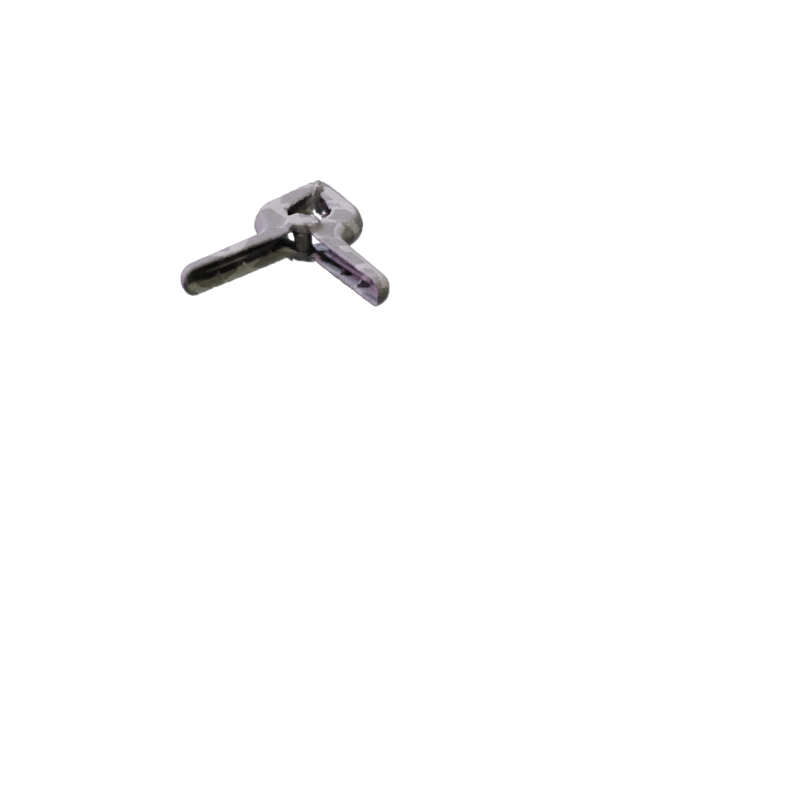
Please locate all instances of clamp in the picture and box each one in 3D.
[{"bbox_3d":[-0.073,-0.134,0.938,0.168,0.034,0.218,7,31,12],"label":"clamp"}]
